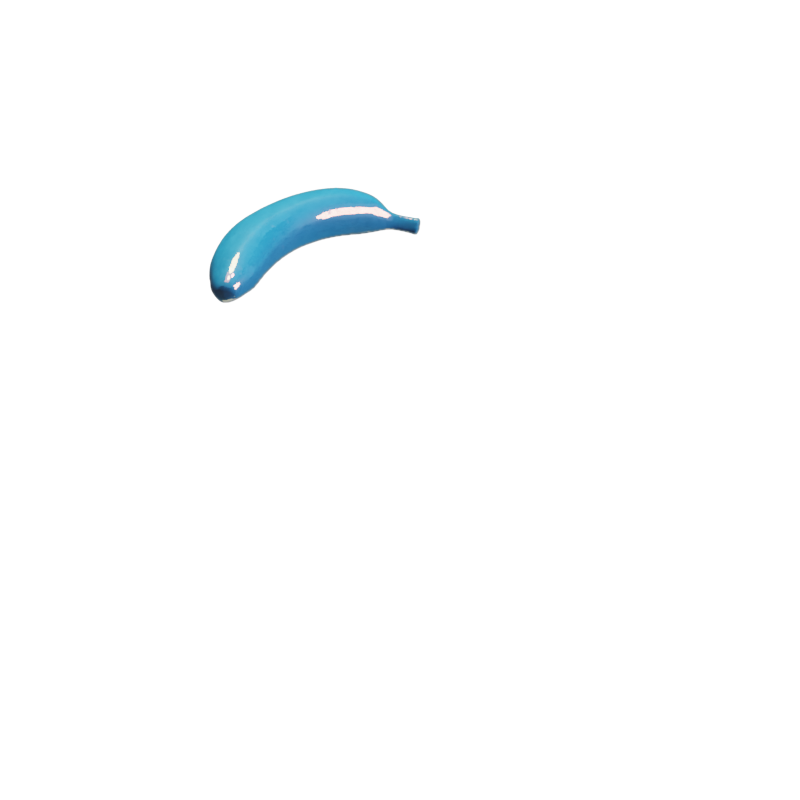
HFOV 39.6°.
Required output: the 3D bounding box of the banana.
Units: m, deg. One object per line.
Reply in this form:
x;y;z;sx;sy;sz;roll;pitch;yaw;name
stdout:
-0.071;-0.115;0.763;0.074;0.035;0.197;21;34;35;banana
